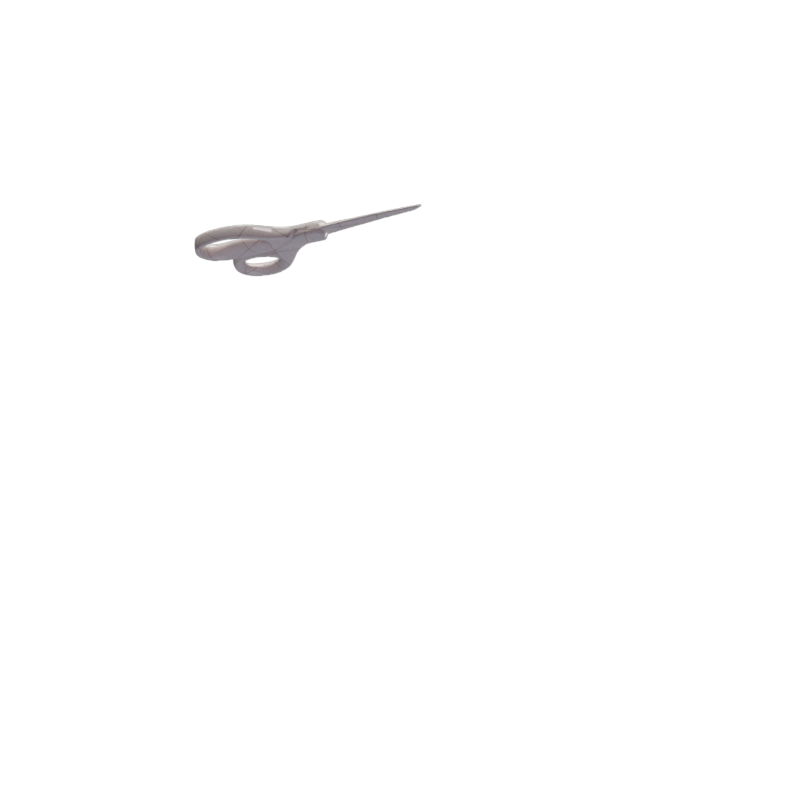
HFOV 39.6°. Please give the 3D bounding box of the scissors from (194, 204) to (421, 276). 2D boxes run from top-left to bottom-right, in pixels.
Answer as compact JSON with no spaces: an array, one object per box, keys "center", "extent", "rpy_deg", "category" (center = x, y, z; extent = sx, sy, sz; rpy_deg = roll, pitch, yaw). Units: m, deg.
[{"center":[-0.073,-0.134,0.939],"extent":[0.205,0.016,0.090],"rpy_deg":[-4,-17,14],"category":"scissors"}]
